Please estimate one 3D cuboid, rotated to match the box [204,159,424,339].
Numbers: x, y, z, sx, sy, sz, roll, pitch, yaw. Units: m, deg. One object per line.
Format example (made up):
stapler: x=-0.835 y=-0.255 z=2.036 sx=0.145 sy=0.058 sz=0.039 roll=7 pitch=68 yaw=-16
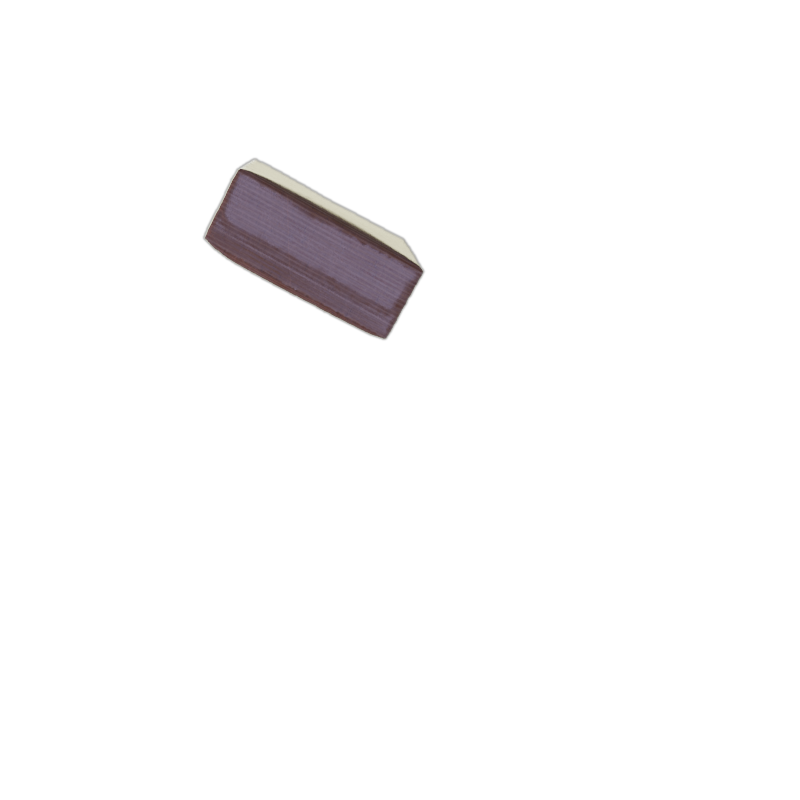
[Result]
box: x=-0.074 y=-0.135 z=0.945 sx=0.162 sy=0.071 sz=0.219 roll=28 pitch=10 yaw=-8
